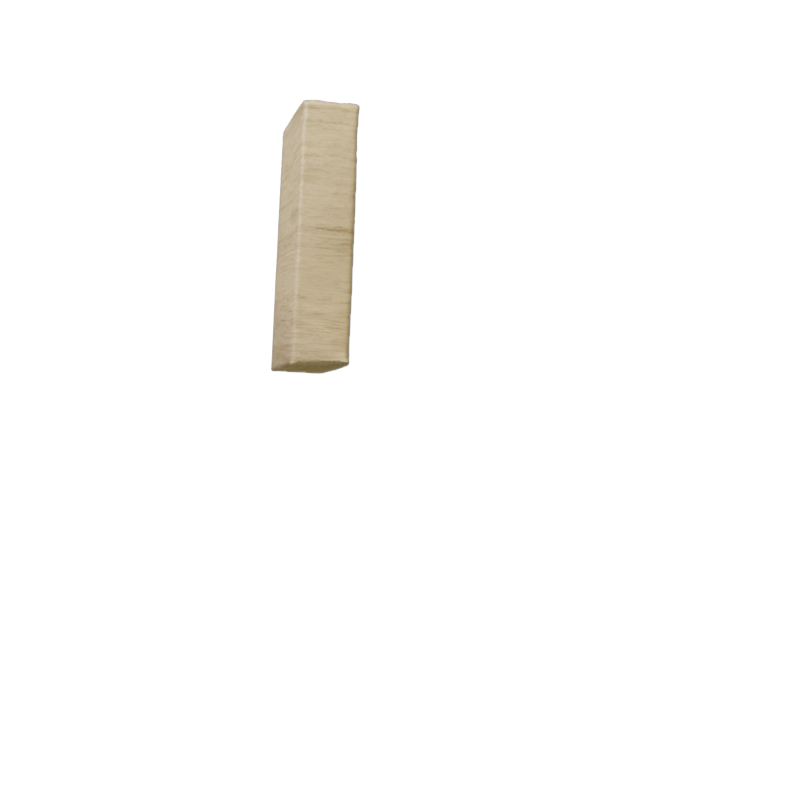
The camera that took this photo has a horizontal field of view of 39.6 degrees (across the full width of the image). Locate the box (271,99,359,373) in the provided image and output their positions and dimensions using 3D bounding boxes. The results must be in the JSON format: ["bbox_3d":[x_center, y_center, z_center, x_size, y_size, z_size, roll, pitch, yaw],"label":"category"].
[{"bbox_3d":[-0.060,-0.109,0.763,0.047,0.180,0.093,2,-8,-14],"label":"box"}]
